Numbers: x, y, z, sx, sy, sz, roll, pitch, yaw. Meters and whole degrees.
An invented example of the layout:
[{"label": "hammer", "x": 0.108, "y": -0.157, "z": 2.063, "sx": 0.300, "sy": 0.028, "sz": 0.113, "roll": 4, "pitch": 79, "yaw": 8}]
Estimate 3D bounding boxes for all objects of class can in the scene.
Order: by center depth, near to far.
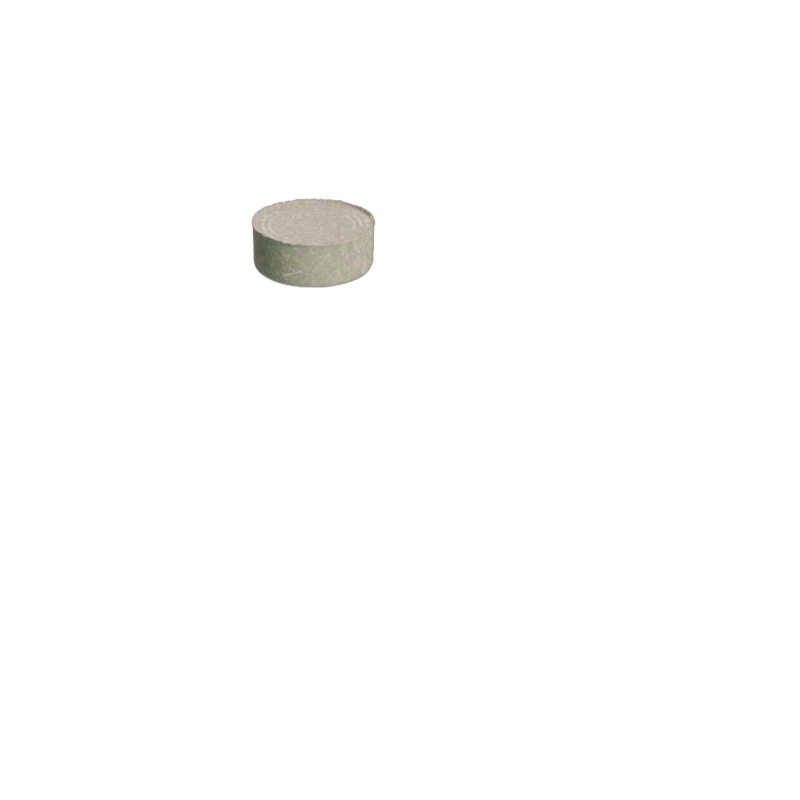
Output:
[{"label": "can", "x": -0.061, "y": -0.110, "z": 0.774, "sx": 0.086, "sy": 0.032, "sz": 0.091, "roll": -1, "pitch": 29, "yaw": -2}]
